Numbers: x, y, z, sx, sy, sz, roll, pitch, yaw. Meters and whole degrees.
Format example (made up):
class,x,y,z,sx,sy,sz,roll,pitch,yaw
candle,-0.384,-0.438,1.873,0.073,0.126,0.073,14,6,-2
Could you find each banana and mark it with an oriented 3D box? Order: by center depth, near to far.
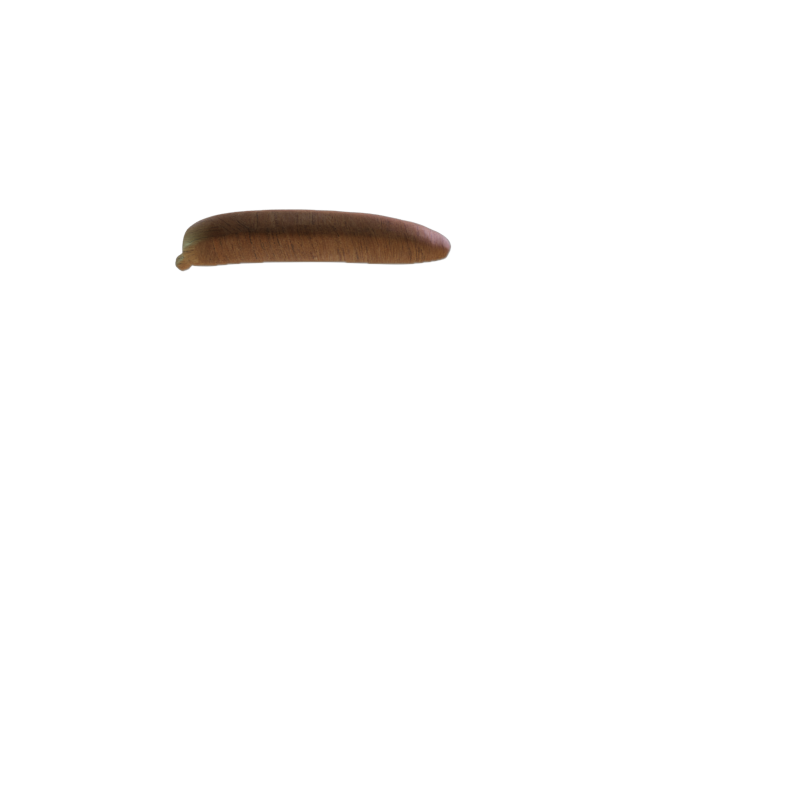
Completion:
class,x,y,z,sx,sy,sz,roll,pitch,yaw
banana,-0.066,-0.110,0.757,0.200,0.037,0.068,0,0,9
